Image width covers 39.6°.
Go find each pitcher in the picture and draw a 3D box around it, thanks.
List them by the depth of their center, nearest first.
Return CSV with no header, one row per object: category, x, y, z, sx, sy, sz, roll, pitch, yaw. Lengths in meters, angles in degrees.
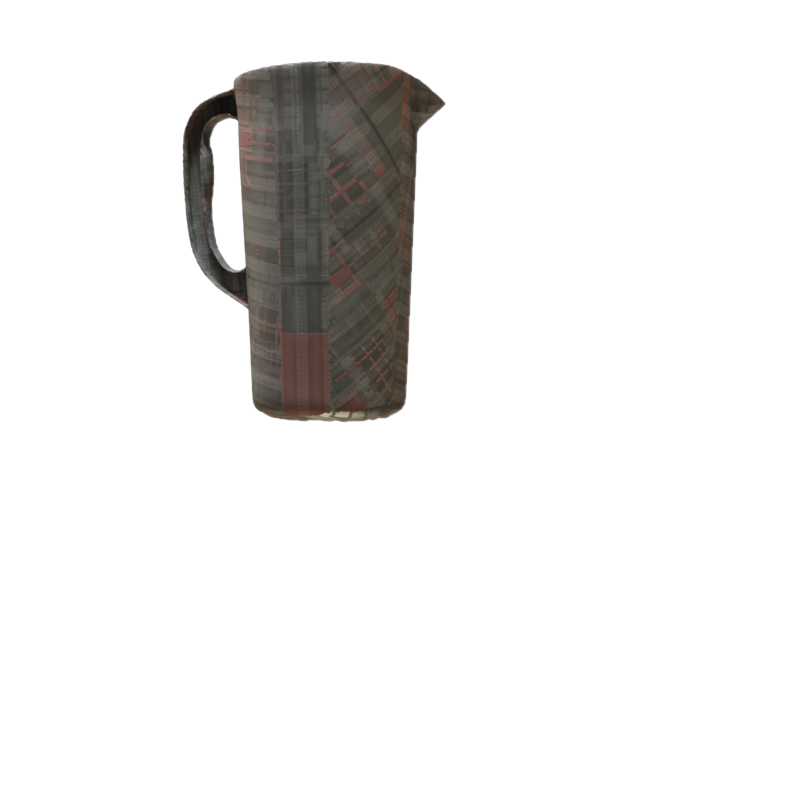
pitcher,-0.061,-0.112,0.784,0.139,0.244,0.154,0,-1,-36
